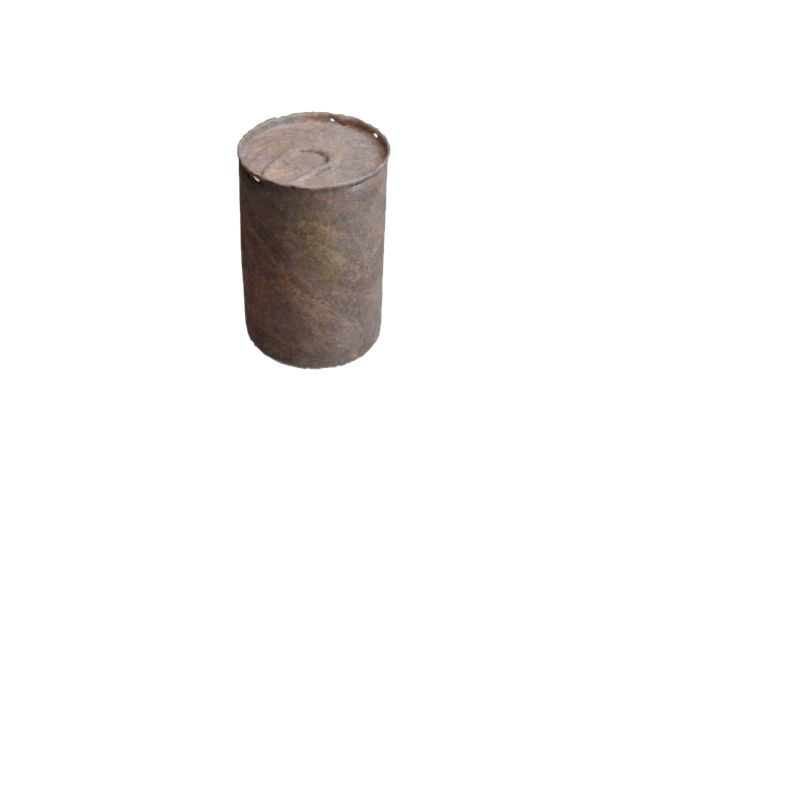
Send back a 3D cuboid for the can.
[{"bbox_3d":[-0.041,-0.074,0.519,0.068,0.096,0.073,0,37,-3],"label":"can"}]
